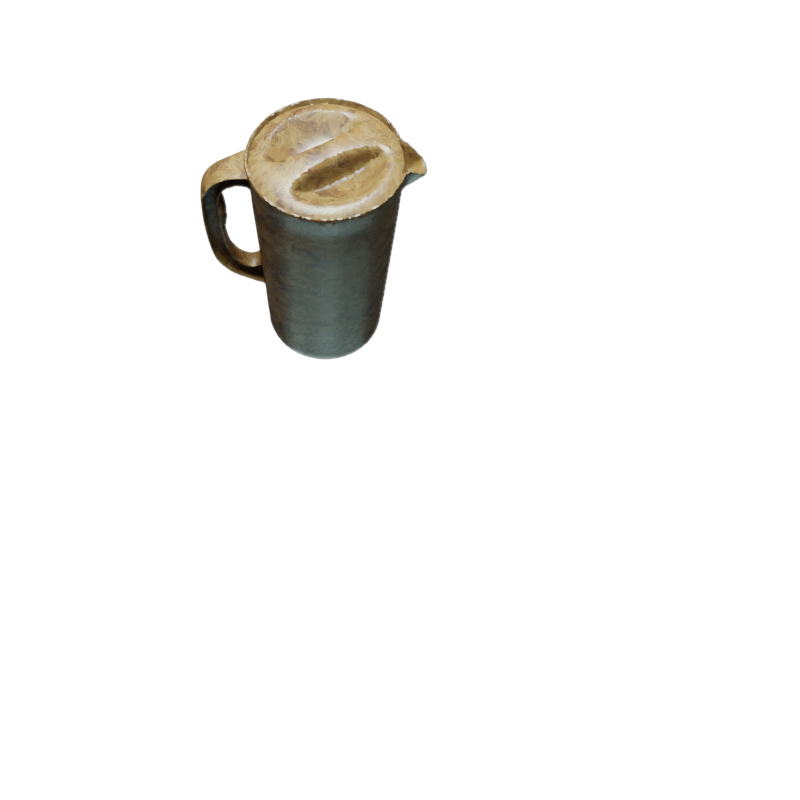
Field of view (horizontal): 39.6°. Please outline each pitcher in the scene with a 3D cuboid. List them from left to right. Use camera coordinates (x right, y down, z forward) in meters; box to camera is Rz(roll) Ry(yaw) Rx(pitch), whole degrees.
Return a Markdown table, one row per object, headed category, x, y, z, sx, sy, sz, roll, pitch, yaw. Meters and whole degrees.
| category | x | y | z | sx | sy | sz | roll | pitch | yaw |
| --- | --- | --- | --- | --- | --- | --- | --- | --- | --- |
| pitcher | -0.077 | -0.141 | 0.990 | 0.157 | 0.147 | 0.227 | 35 | -28 | 18 |
